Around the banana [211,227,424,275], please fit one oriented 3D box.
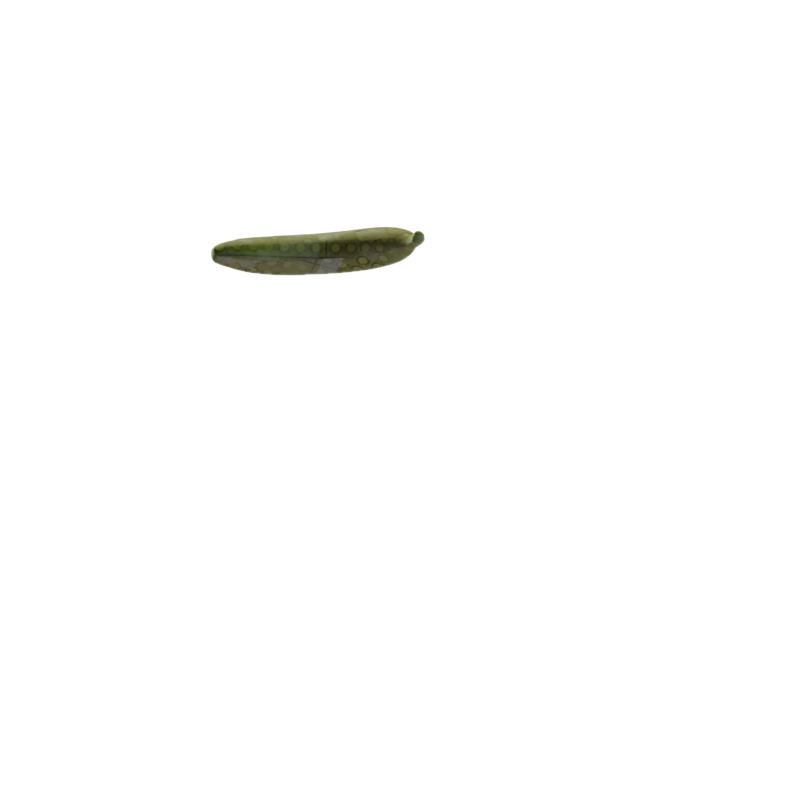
[{"bbox_3d":[-0.069,-0.138,1.005,0.201,0.038,0.066,-4,-16,16],"label":"banana"}]
